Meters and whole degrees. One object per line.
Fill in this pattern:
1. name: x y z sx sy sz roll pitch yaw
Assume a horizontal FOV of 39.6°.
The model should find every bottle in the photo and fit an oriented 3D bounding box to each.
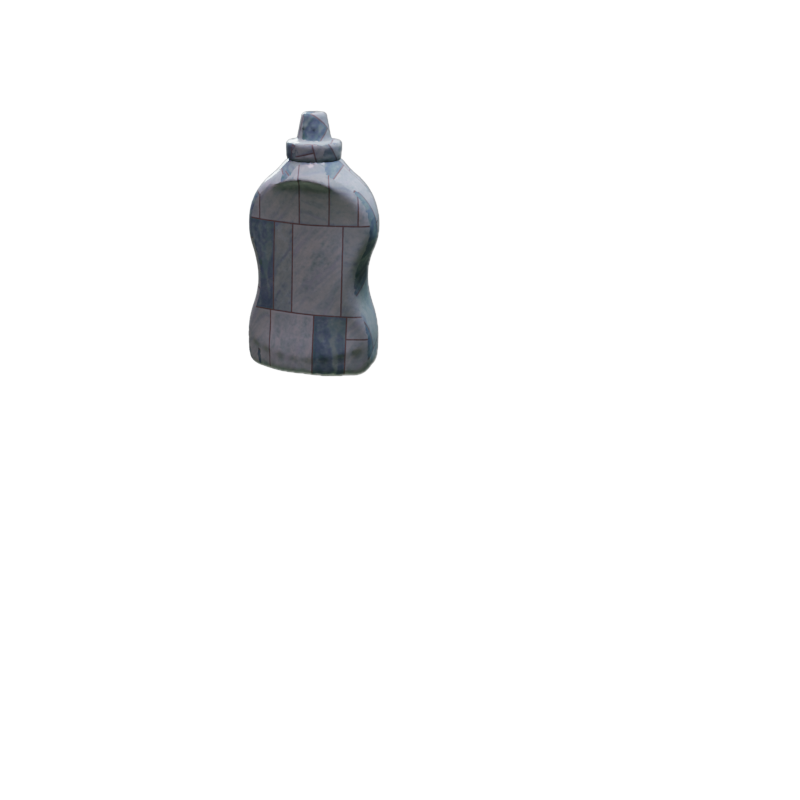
1. bottle: -0.064 -0.117 0.820 0.099 0.185 0.059 6 16 18
